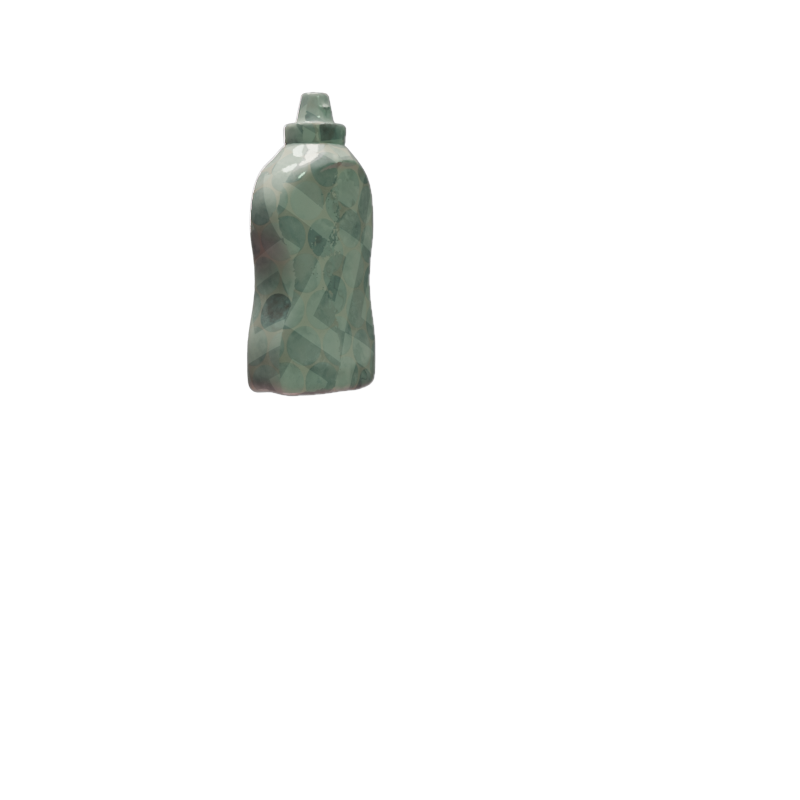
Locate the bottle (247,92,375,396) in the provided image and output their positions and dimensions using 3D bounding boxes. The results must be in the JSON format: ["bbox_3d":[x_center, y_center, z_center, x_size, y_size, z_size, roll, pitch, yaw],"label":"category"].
[{"bbox_3d":[-0.056,-0.102,0.717,0.061,0.192,0.092,0,0,41],"label":"bottle"}]
